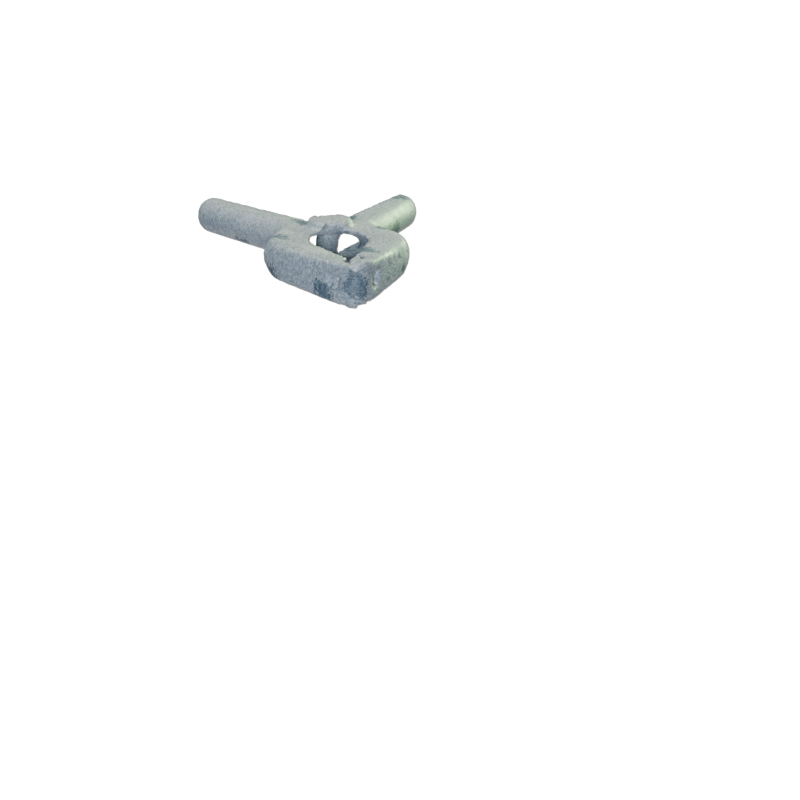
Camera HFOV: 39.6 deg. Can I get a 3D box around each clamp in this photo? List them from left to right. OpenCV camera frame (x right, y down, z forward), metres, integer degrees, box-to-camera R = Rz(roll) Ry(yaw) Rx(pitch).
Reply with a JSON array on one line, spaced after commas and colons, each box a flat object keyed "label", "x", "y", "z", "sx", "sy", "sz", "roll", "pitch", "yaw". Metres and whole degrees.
[{"label": "clamp", "x": -0.059, "y": -0.108, "z": 0.755, "sx": 0.164, "sy": 0.035, "sz": 0.220, "roll": -2, "pitch": 22, "yaw": -5}]
